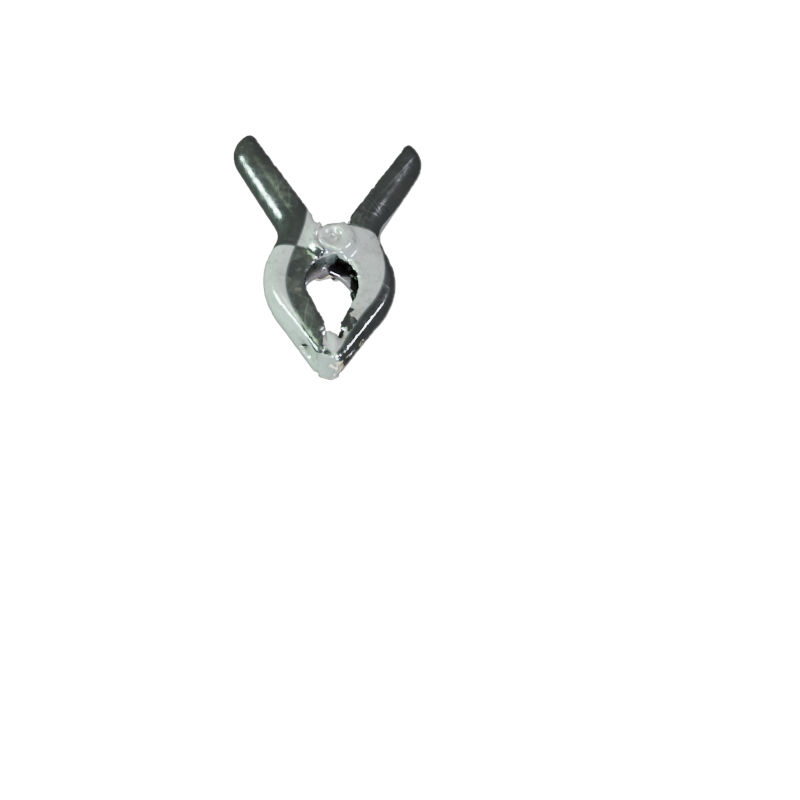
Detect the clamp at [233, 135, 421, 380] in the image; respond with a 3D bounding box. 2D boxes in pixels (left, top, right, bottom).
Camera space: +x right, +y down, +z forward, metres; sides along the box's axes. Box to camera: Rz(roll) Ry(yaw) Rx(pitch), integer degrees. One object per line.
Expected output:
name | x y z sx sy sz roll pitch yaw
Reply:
clamp | -0.053 -0.097 0.679 0.121 0.182 0.037 5 -35 3
